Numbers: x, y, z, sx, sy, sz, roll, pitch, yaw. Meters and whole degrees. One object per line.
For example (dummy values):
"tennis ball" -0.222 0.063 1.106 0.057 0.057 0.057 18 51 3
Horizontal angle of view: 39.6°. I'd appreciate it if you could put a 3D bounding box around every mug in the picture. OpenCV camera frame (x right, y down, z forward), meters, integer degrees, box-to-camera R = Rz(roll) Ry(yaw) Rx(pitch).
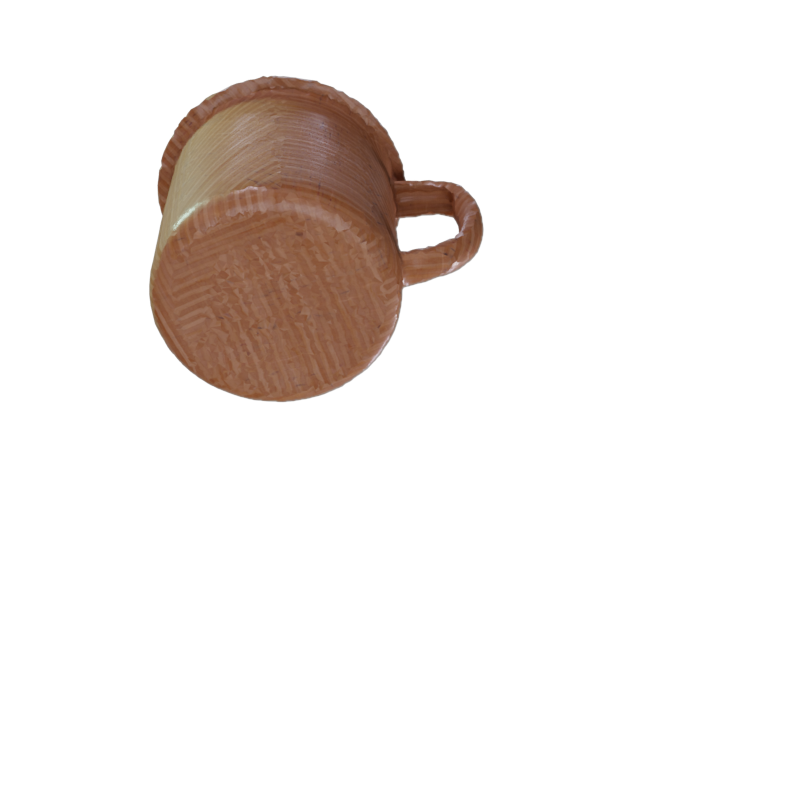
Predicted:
"mug" -0.030 -0.055 0.383 0.117 0.087 0.087 -3 33 0
